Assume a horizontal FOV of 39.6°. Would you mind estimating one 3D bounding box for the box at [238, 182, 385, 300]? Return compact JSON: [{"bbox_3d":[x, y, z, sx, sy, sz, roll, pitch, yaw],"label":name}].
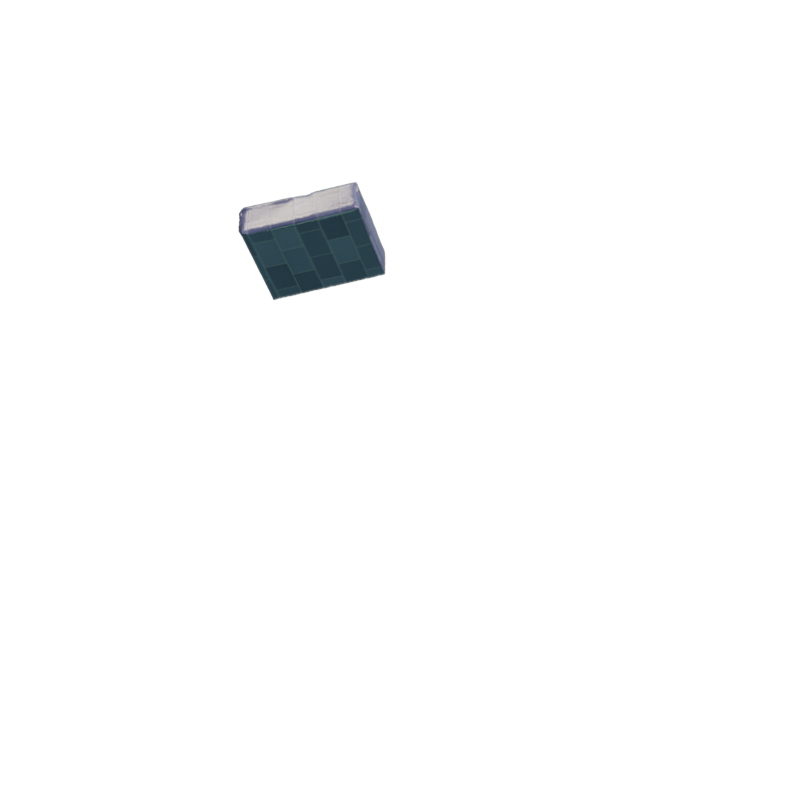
[{"bbox_3d":[-0.062,-0.114,0.795,0.090,0.032,0.067,-11,-41,12],"label":"box"}]
